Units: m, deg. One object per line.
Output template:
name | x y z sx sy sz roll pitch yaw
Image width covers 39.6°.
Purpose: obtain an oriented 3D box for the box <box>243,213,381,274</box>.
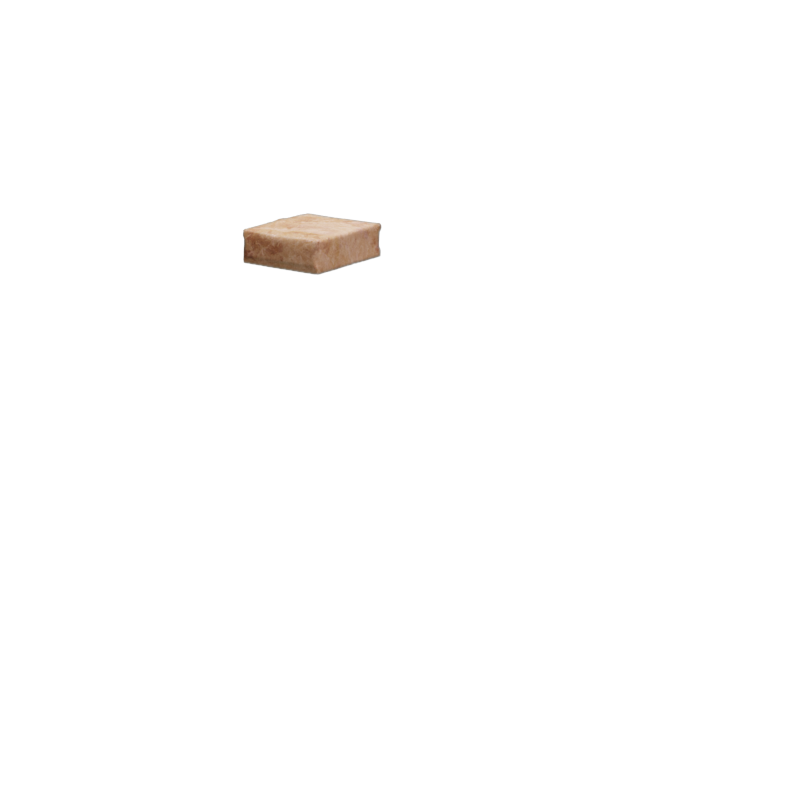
box | -0.068 -0.124 0.872 0.077 0.029 0.088 12 23 32
